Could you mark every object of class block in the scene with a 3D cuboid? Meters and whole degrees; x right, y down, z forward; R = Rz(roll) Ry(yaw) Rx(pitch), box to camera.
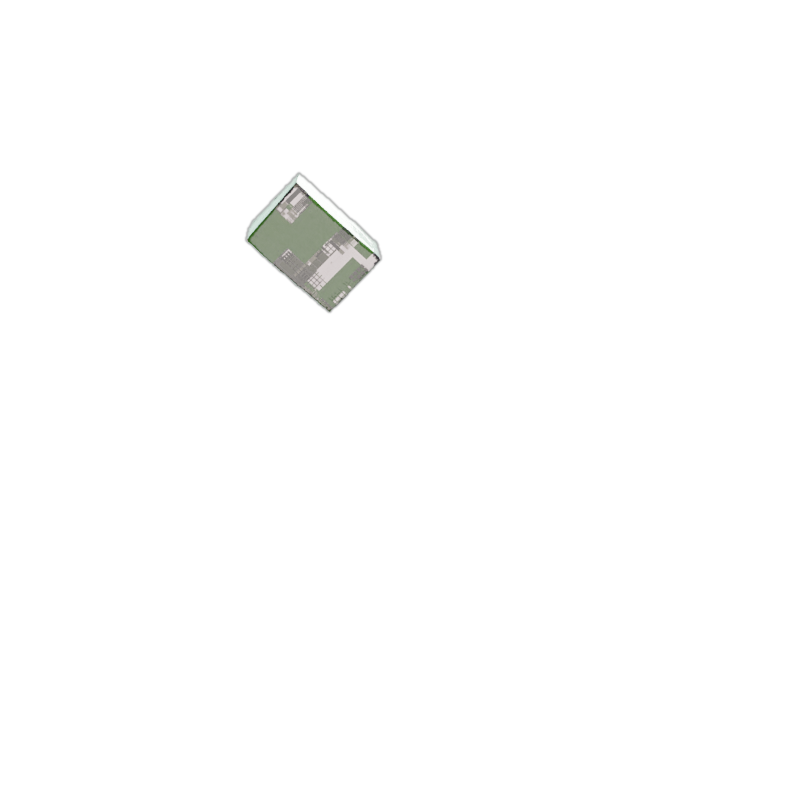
[{"bbox_3d":[-0.059,-0.107,0.752,0.076,0.052,0.053,42,11,-12],"label":"block"}]
